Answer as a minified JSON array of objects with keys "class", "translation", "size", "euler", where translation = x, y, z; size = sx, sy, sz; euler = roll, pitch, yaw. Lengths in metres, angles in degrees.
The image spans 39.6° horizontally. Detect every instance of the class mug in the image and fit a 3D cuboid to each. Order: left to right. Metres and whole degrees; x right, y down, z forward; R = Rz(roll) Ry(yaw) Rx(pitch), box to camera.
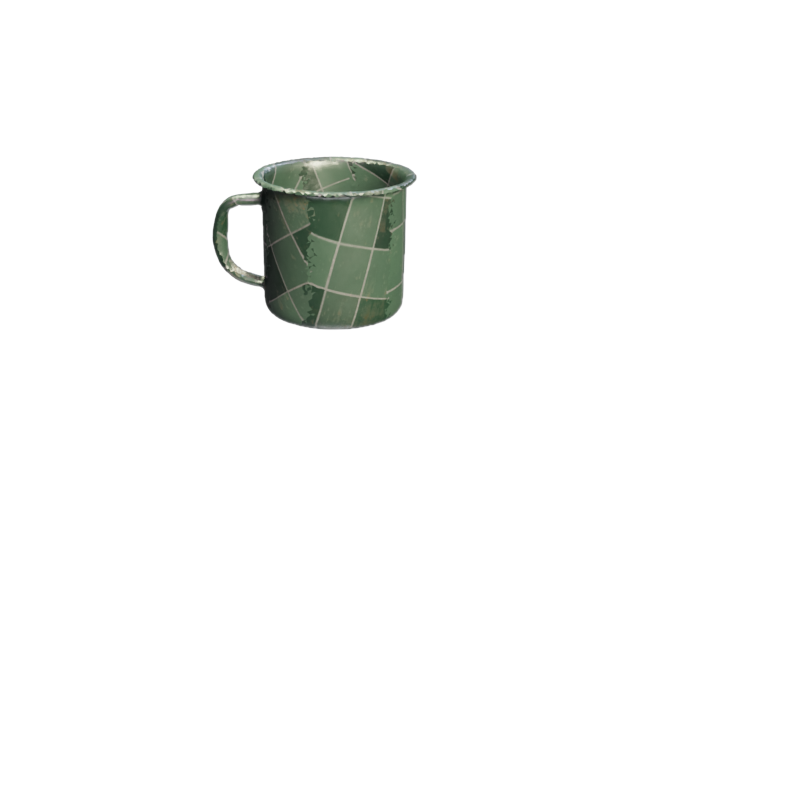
[{"class":"mug","translation":[-0.050,-0.092,0.641],"size":[0.117,0.078,0.097],"euler":[0,21,0]}]
